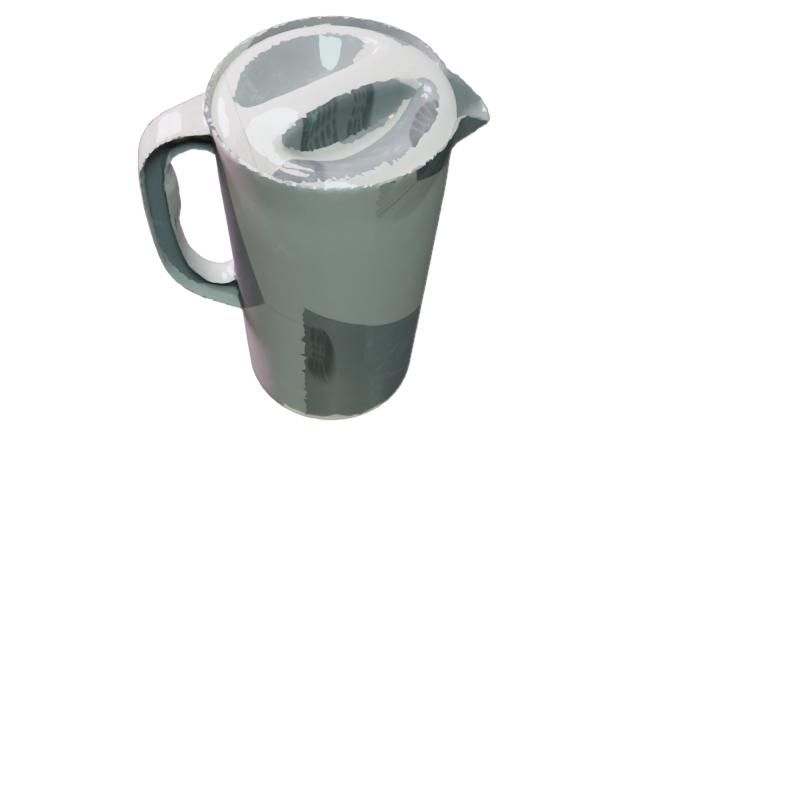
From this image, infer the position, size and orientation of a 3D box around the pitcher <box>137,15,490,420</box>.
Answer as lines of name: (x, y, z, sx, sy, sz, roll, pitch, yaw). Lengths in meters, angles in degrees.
pitcher: (-0.051, -0.094, 0.657, 0.156, 0.148, 0.227, 31, -32, 19)
